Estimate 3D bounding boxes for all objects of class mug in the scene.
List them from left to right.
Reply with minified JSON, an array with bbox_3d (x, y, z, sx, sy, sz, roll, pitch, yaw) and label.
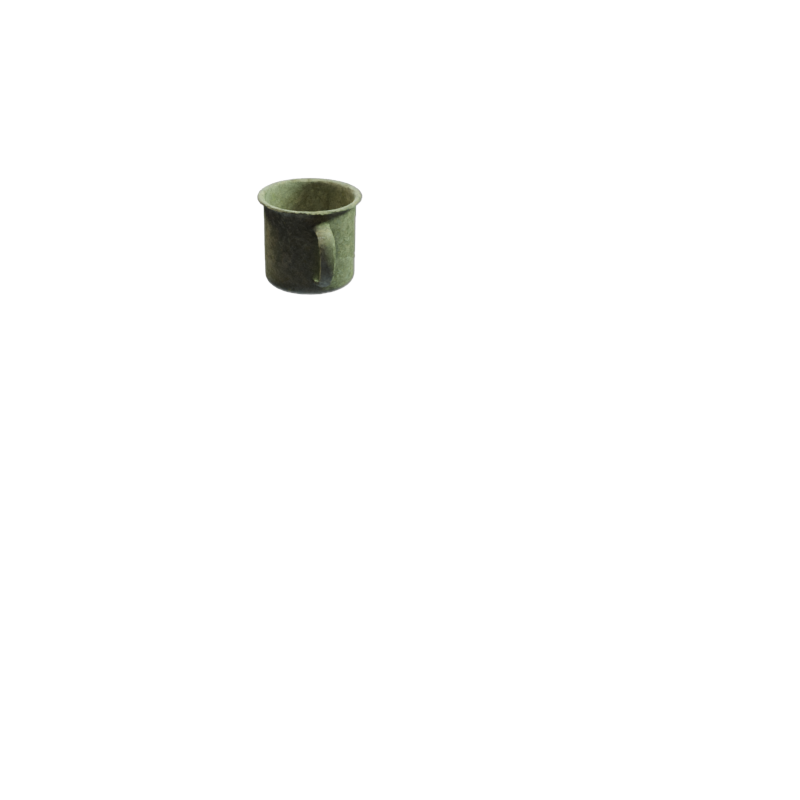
[{"bbox_3d":[-0.077,-0.141,0.985,0.092,0.077,0.125,-8,28,-17],"label":"mug"}]
